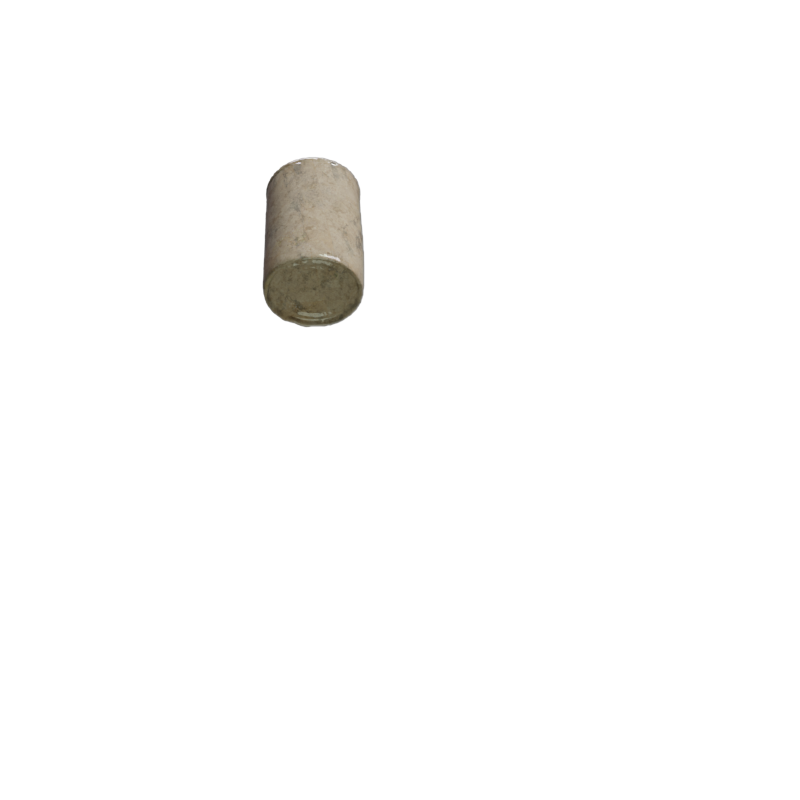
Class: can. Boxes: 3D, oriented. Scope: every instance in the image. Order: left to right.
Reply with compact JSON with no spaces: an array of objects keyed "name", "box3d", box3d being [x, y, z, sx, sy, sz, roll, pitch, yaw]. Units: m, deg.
[{"name":"can","box3d":[-0.059,-0.108,0.757,0.068,0.110,0.064,-1,-44,-3]}]
